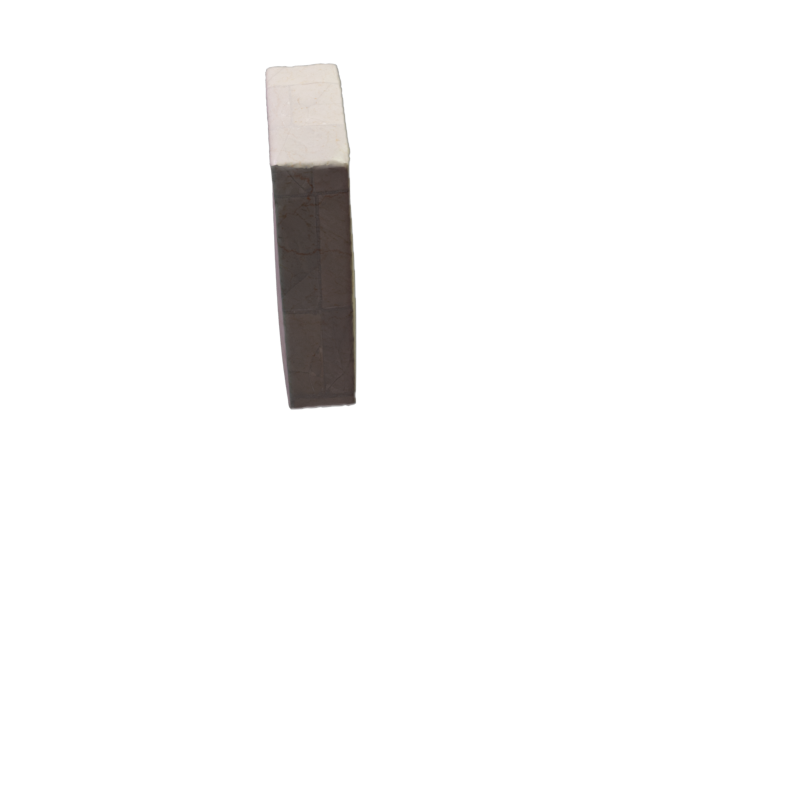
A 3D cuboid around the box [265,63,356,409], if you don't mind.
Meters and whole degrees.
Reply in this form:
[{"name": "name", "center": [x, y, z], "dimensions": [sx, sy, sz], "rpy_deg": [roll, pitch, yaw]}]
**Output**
[{"name": "box", "center": [-0.048, -0.088, 0.618], "dimensions": [0.048, 0.164, 0.101], "rpy_deg": [-2, 45, -6]}]
